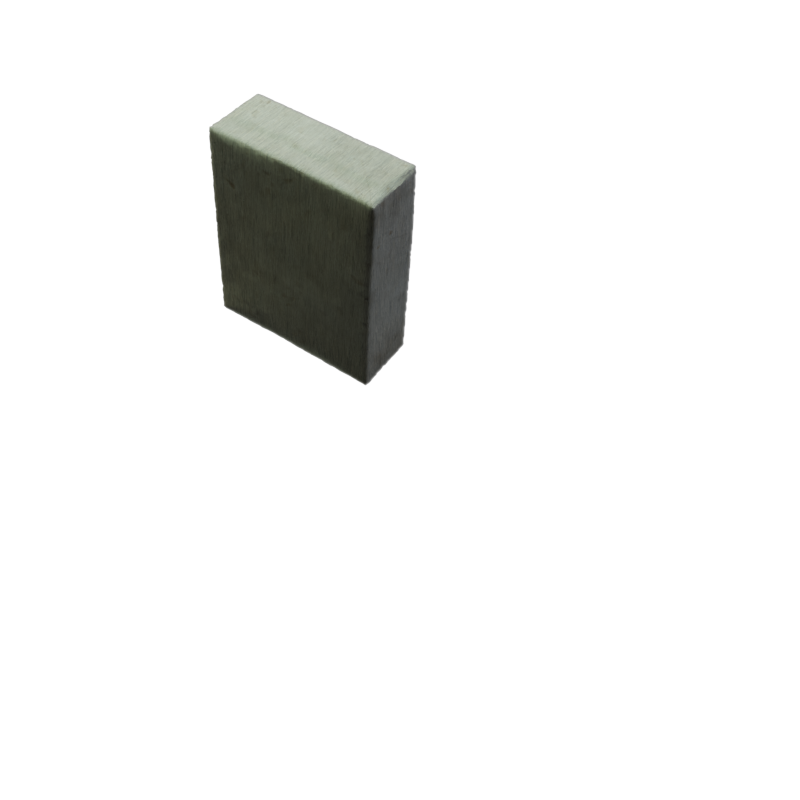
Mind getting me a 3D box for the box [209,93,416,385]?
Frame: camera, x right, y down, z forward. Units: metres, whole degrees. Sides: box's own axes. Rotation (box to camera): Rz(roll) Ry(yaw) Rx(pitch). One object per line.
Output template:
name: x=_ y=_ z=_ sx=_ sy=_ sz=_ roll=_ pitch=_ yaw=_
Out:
box: x=-0.074 y=-0.135 z=0.945 sx=0.173 sy=0.199 sz=0.073 roll=30 pitch=52 yaw=23
